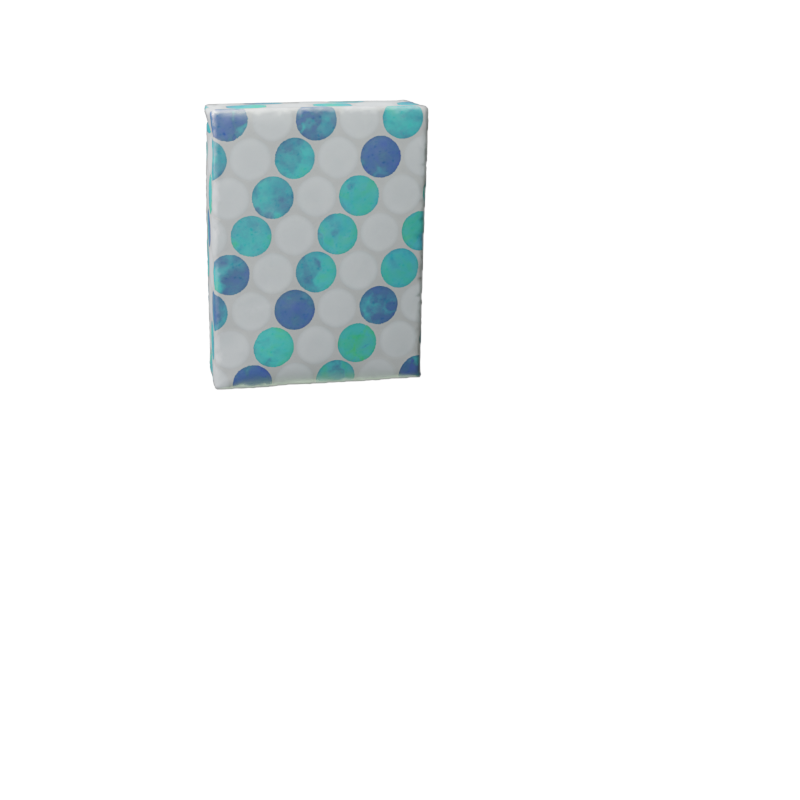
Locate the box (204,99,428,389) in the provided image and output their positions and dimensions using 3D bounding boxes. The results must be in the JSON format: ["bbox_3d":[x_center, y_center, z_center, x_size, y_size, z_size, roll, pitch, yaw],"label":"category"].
[{"bbox_3d":[-0.067,-0.122,0.858,0.162,0.207,0.075,-3,14,-12],"label":"box"}]
